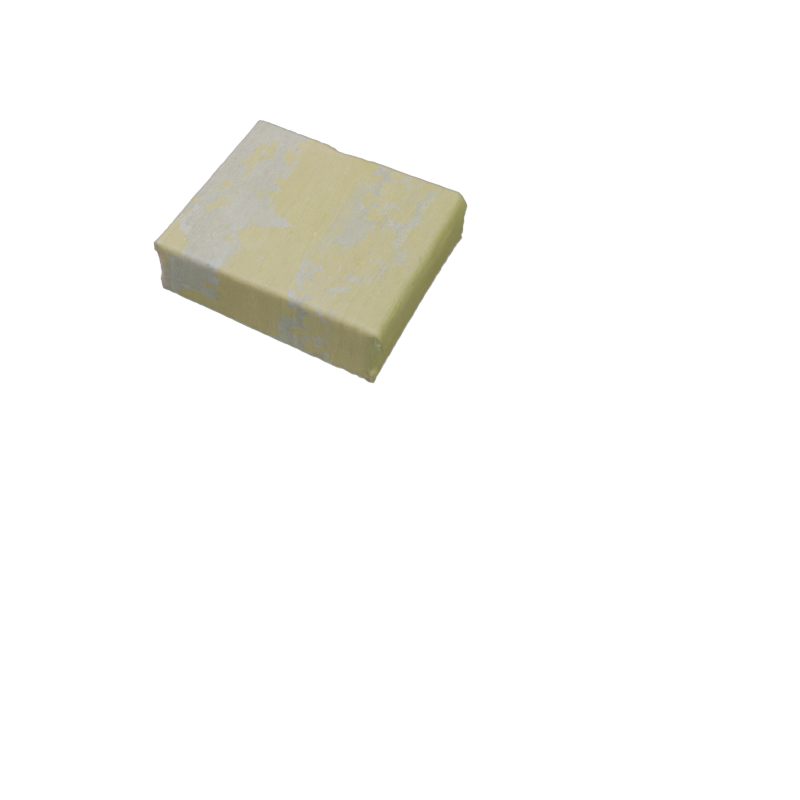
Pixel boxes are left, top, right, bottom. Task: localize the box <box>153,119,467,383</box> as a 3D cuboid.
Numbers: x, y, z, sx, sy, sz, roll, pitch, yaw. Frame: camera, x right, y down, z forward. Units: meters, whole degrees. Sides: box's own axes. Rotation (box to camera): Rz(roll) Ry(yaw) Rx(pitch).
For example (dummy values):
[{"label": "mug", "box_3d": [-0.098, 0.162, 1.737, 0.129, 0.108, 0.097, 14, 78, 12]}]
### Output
[{"label": "box", "box_3d": [-0.031, -0.057, 0.400, 0.093, 0.076, 0.028, 23, -35, 16]}]
